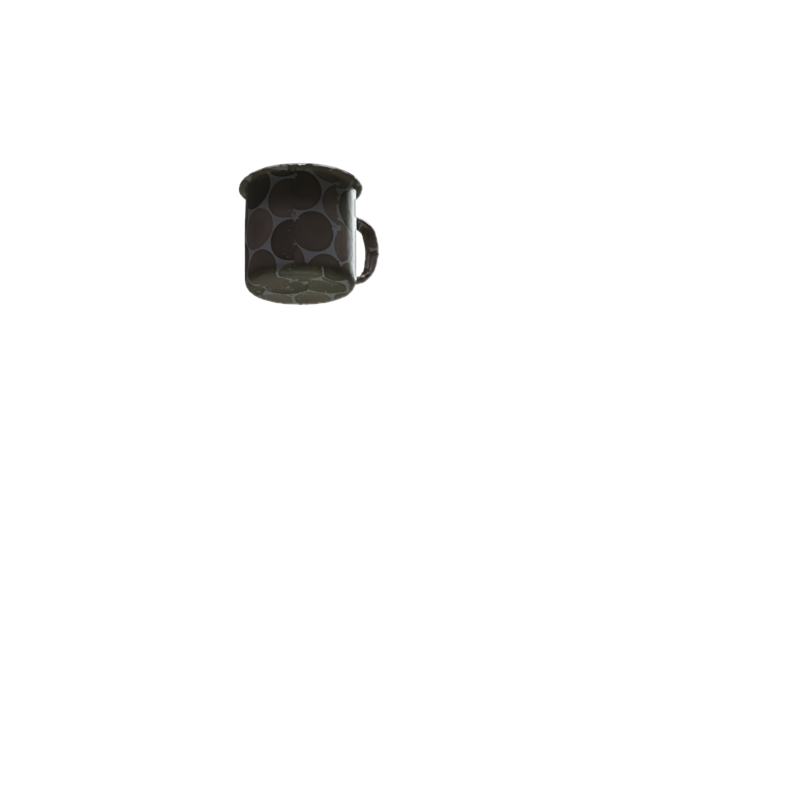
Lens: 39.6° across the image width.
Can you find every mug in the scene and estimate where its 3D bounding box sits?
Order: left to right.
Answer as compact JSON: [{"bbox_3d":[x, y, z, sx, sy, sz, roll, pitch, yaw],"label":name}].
[{"bbox_3d":[-0.065,-0.118,0.826,0.111,0.085,0.094,12,-20,-38],"label":"mug"}]
